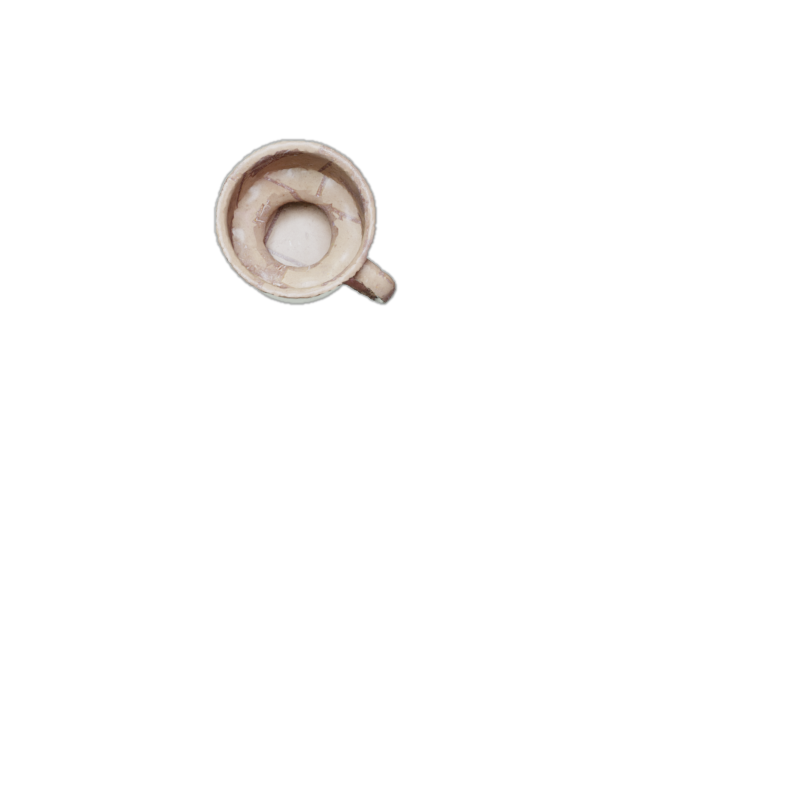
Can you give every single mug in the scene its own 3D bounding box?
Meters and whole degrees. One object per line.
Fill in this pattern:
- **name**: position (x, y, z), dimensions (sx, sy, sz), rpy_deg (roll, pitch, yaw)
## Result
- **mug**: position (-0.053, -0.096, 0.673), dimensions (0.118, 0.094, 0.080), rpy_deg (32, -7, 3)
